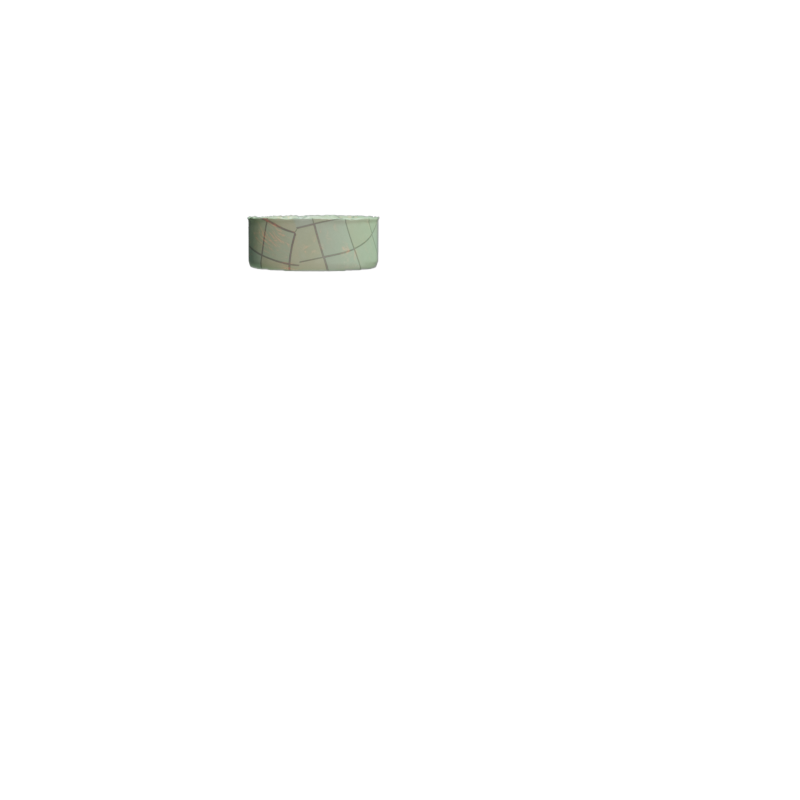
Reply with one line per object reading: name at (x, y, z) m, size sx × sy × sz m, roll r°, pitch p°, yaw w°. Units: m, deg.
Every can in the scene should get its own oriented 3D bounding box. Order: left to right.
can at (-0.056, -0.103, 0.720) m, size 0.086 × 0.033 × 0.087 m, roll 0°, pitch 9°, yaw -2°
